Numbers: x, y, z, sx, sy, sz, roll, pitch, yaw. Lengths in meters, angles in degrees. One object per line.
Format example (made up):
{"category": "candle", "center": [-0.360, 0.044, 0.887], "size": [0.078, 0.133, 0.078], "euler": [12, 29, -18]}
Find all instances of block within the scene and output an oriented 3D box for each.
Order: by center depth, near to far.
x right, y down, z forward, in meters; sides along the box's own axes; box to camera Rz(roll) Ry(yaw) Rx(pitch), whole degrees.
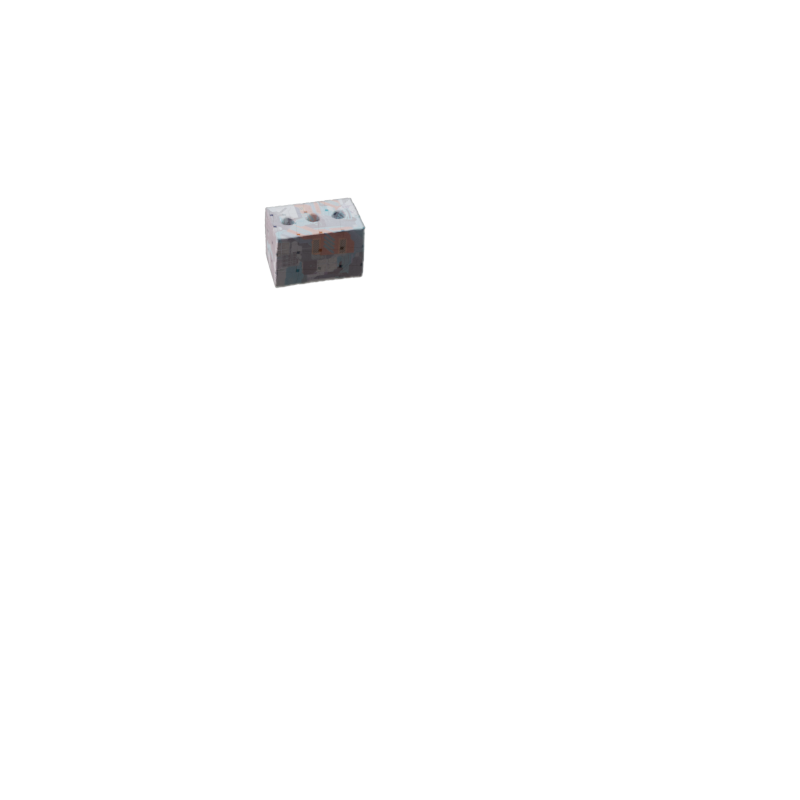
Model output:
{"category": "block", "center": [-0.074, -0.135, 0.948], "size": [0.077, 0.048, 0.057], "euler": [-9, 40, -12]}
